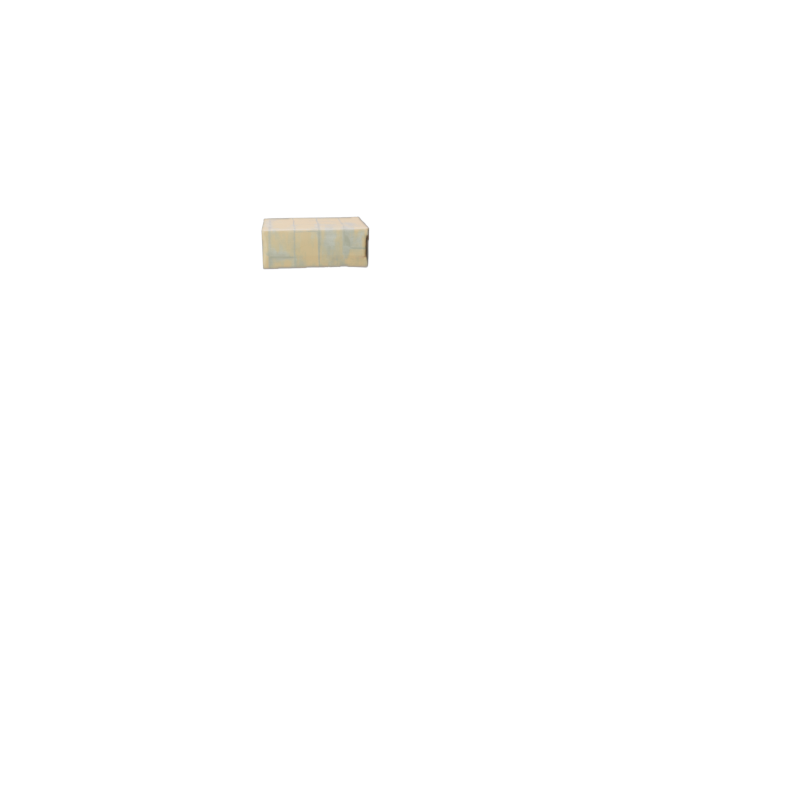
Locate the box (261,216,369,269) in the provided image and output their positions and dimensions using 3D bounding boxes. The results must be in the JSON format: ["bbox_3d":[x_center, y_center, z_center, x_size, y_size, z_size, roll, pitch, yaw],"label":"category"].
[{"bbox_3d":[-0.076,-0.139,0.971,0.089,0.038,0.116,-1,11,-5],"label":"box"}]
